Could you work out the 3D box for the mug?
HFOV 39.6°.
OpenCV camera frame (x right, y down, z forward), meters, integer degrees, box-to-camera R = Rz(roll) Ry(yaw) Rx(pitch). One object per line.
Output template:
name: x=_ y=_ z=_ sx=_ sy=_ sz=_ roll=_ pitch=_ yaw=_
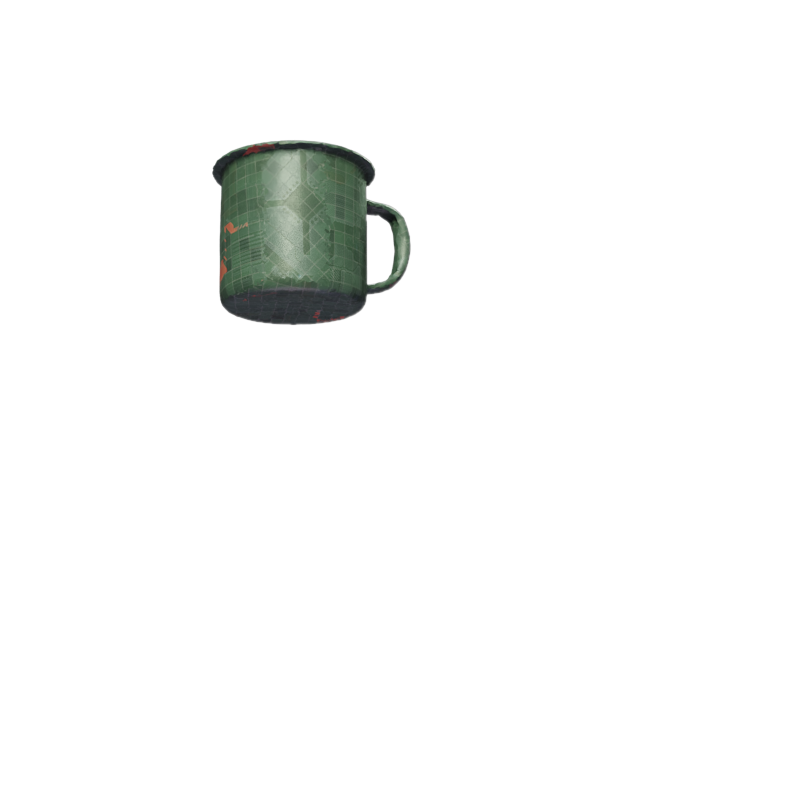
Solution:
mug: x=-0.049 y=-0.089 z=0.624 sx=0.113 sy=0.085 sz=0.093 roll=6 pitch=-15 yaw=-24
